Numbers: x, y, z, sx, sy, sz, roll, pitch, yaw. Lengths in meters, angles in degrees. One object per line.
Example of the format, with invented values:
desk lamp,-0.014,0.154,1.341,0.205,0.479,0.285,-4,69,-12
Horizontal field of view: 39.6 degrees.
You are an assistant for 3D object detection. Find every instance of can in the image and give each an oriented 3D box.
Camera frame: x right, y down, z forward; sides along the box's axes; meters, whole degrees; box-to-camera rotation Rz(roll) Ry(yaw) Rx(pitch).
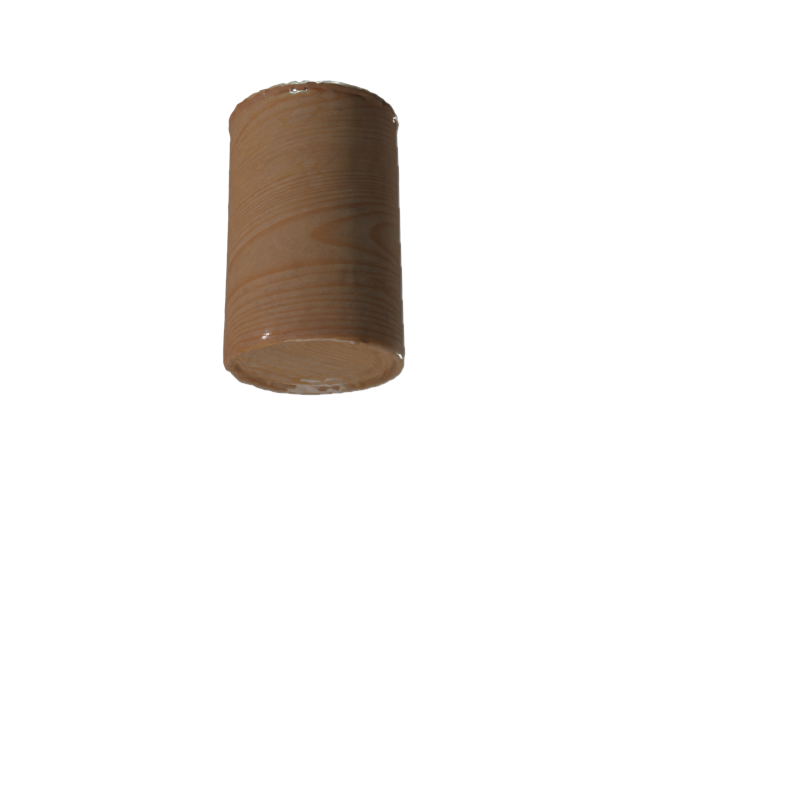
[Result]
can,-0.033,-0.060,0.421,0.068,0.108,0.065,0,-21,-2
